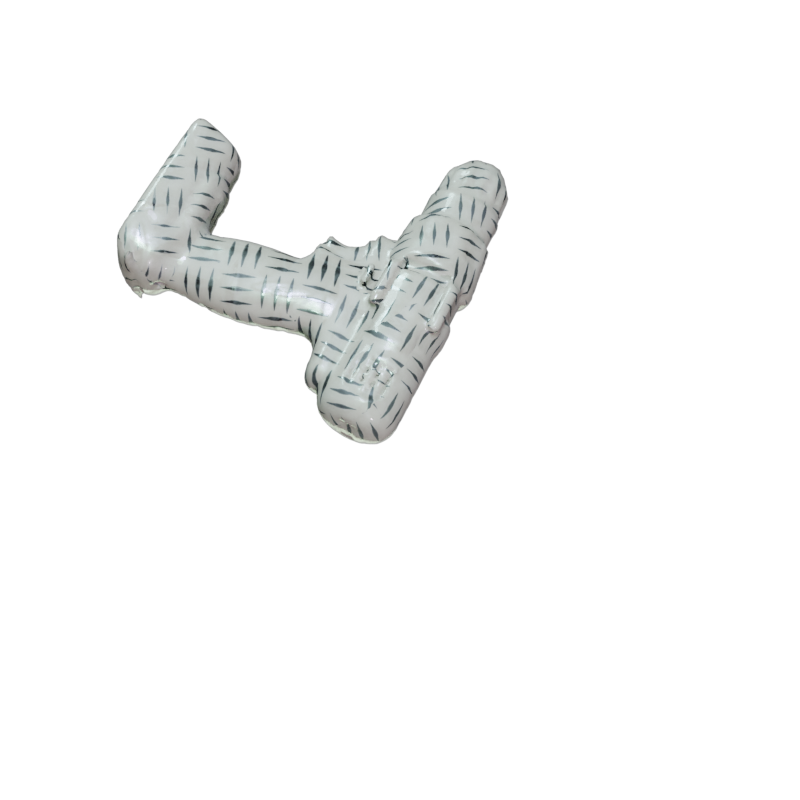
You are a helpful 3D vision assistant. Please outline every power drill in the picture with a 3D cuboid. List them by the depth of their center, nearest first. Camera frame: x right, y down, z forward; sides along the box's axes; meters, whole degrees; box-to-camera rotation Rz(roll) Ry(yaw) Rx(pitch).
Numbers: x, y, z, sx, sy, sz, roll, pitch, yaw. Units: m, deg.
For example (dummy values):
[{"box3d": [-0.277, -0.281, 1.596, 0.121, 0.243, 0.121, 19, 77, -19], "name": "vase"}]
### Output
[{"box3d": [-0.049, -0.089, 0.627, 0.193, 0.191, 0.054, 23, -27, 12], "name": "power drill"}]
